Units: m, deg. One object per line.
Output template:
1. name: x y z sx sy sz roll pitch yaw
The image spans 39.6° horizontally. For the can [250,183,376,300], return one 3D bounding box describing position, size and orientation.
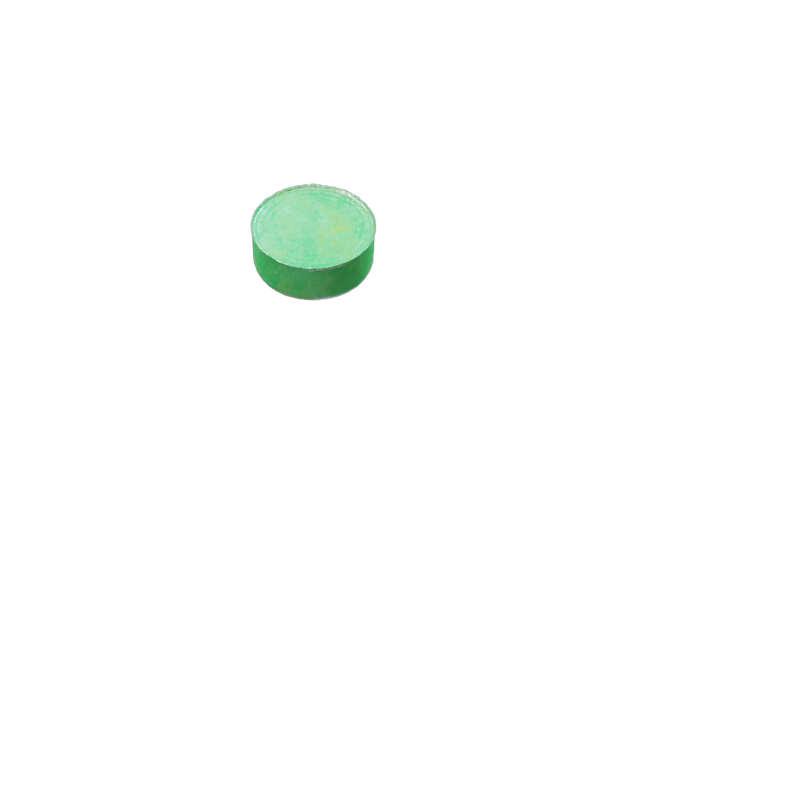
1. can: -0.060 -0.109 0.766 0.086 0.092 0.031 -1 -43 -1
